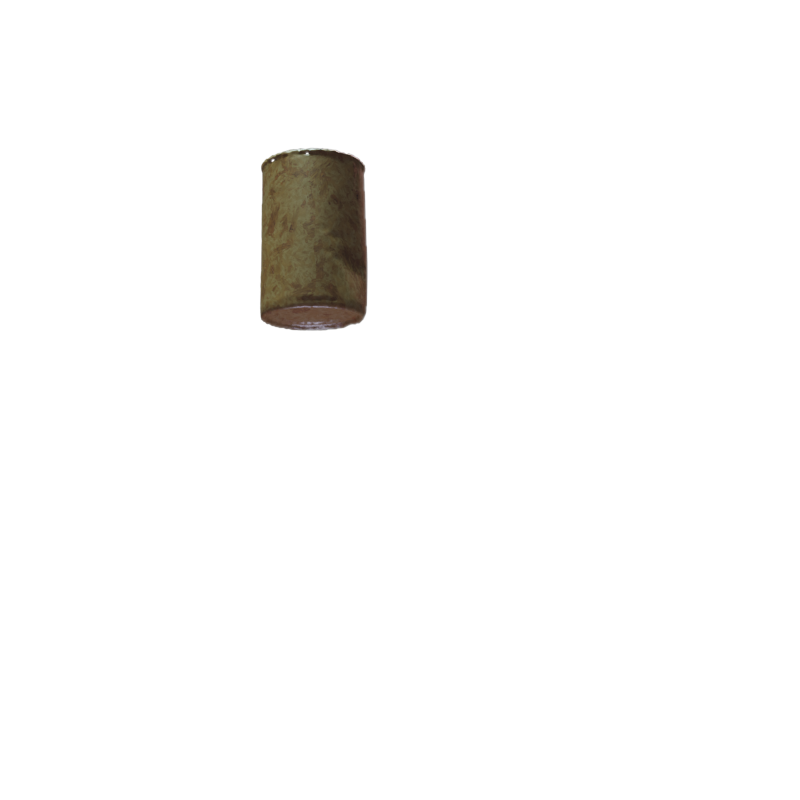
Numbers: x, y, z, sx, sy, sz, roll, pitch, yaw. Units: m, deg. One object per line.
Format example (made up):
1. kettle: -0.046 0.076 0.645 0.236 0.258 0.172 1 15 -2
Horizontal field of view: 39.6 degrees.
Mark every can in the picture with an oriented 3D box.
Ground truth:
1. can: -0.055 -0.101 0.707 0.068 0.106 0.066 0 -15 -2
